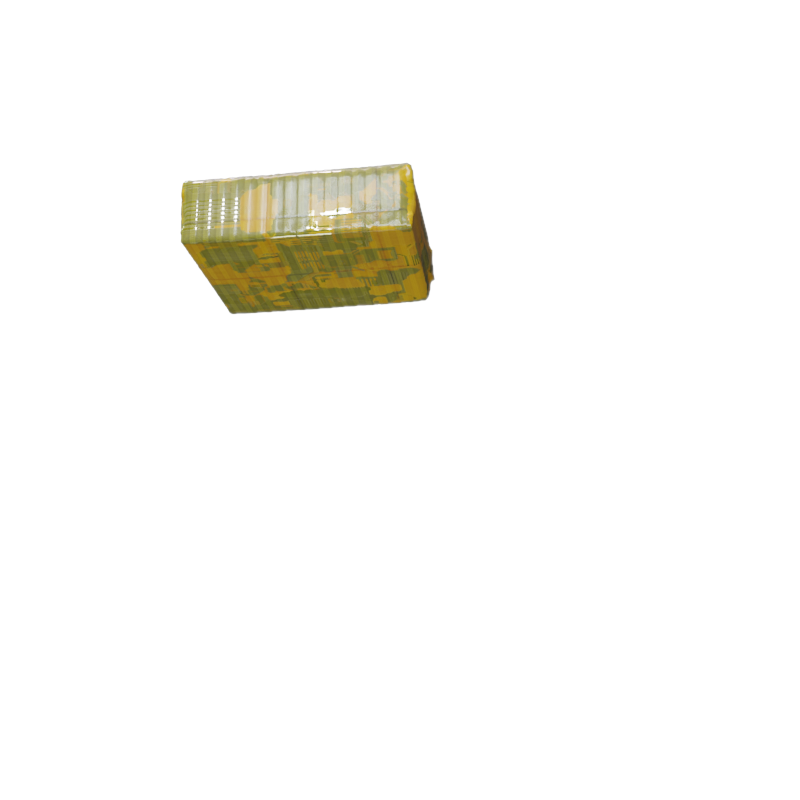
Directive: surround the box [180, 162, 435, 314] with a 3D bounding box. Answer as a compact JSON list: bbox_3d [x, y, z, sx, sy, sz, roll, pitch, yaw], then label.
[{"bbox_3d":[-0.034,-0.063,0.440,0.090,0.032,0.069,-3,-19,9],"label":"box"}]
